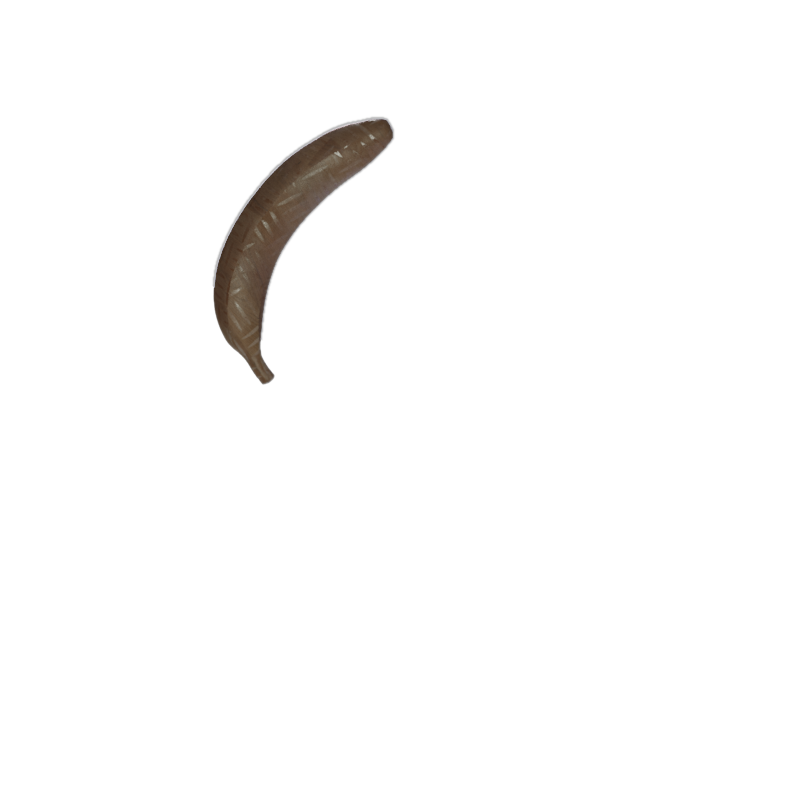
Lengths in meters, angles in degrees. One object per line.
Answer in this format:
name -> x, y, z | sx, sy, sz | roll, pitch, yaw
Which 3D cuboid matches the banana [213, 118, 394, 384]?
banana -> -0.076, -0.110, 0.738 | 0.068, 0.193, 0.038 | 25, 16, -9
